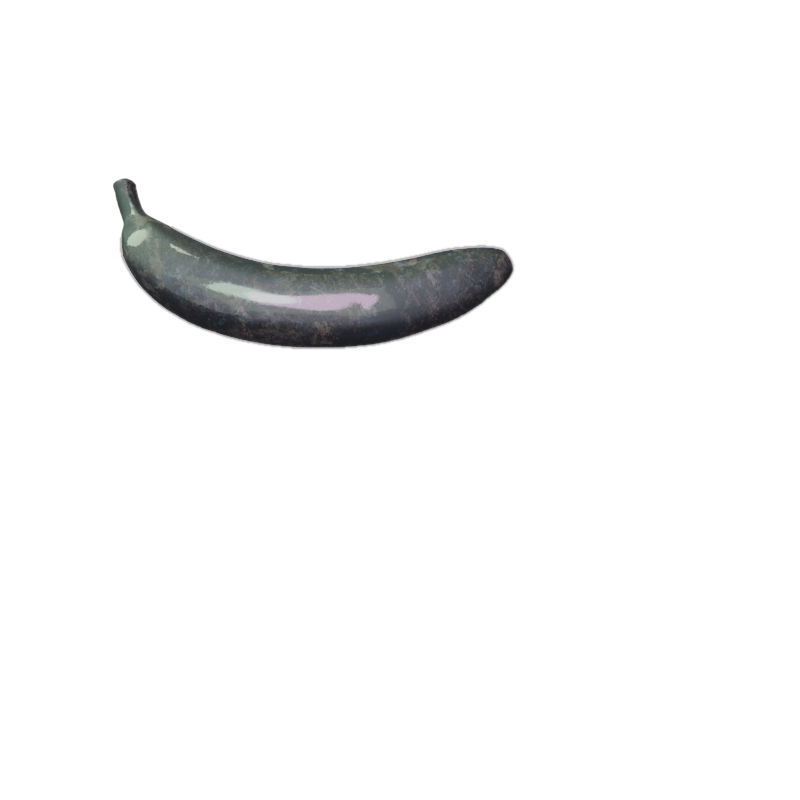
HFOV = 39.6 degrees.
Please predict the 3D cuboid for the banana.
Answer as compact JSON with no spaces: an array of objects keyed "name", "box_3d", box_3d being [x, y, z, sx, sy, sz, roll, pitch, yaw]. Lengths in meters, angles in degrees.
[{"name":"banana","box_3d":[-0.048,-0.058,0.519,0.199,0.072,0.035,12,-14,3]}]
